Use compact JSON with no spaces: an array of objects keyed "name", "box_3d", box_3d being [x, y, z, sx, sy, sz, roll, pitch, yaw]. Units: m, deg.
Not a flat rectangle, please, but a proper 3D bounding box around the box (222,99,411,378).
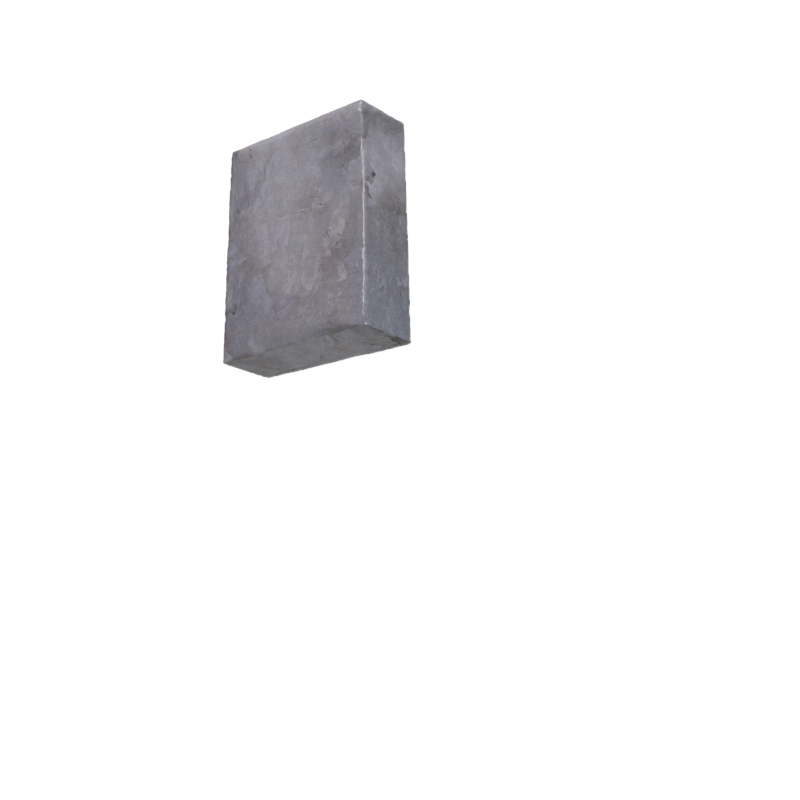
[{"name":"box","box_3d":[-0.078,-0.142,0.992,0.167,0.224,0.067,-15,-25,35]}]
